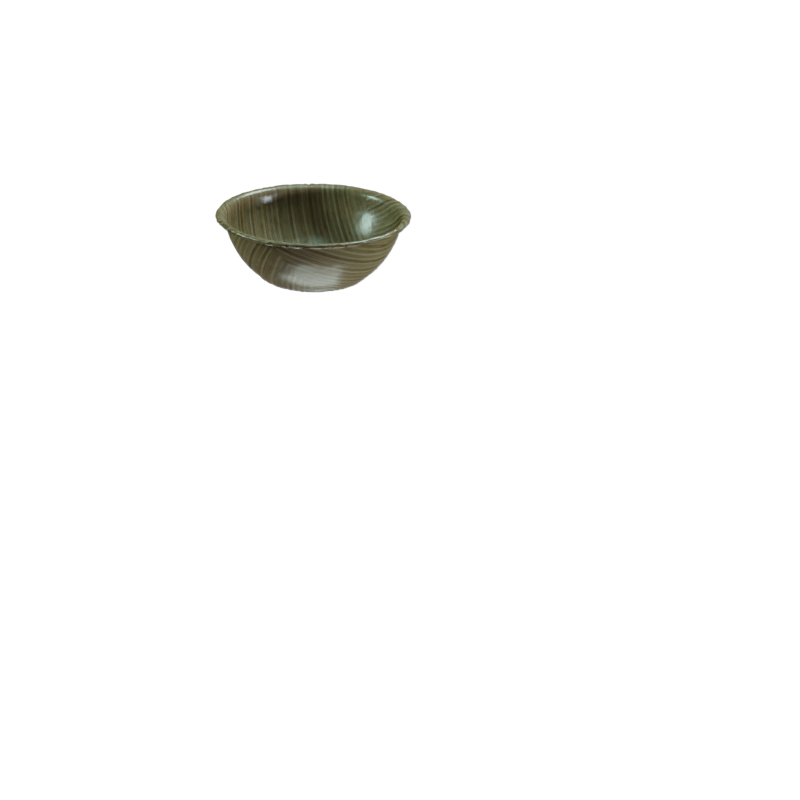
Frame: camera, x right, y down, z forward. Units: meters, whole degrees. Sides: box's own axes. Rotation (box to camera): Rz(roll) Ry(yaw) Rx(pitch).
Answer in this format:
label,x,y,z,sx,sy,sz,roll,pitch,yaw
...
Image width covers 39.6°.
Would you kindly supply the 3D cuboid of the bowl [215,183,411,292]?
label,x,y,z,sx,sy,sz,roll,pitch,yaw
bowl,-0.073,-0.132,0.927,0.162,0.052,0.171,-1,27,-2
